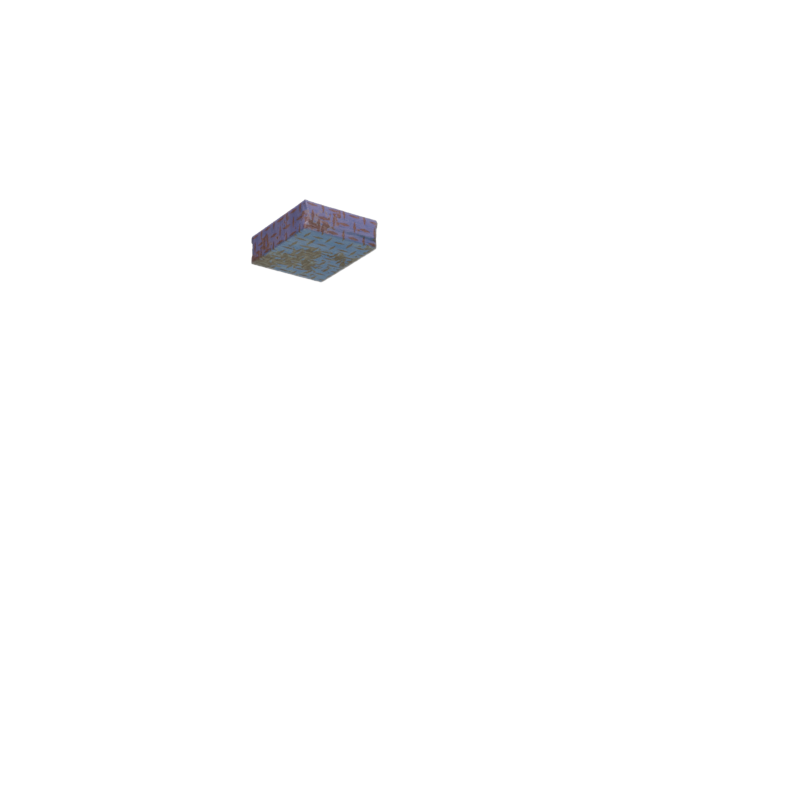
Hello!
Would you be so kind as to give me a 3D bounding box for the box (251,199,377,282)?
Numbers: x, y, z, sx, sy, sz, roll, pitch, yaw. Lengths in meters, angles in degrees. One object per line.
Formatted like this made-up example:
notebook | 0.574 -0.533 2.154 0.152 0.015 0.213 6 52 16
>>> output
box | -0.073 -0.134 0.938 0.070 0.032 0.089 13 -23 -33
